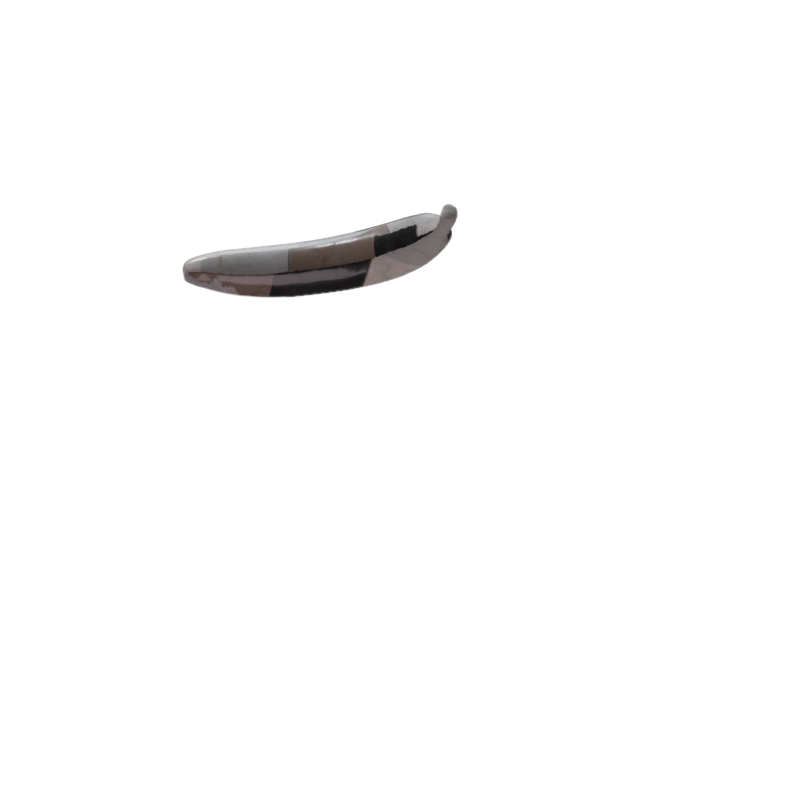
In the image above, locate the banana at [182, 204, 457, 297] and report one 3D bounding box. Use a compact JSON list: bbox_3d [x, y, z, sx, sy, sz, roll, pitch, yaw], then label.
[{"bbox_3d":[-0.047,-0.098,0.745,0.201,0.039,0.064,-11,-29,21],"label":"banana"}]
